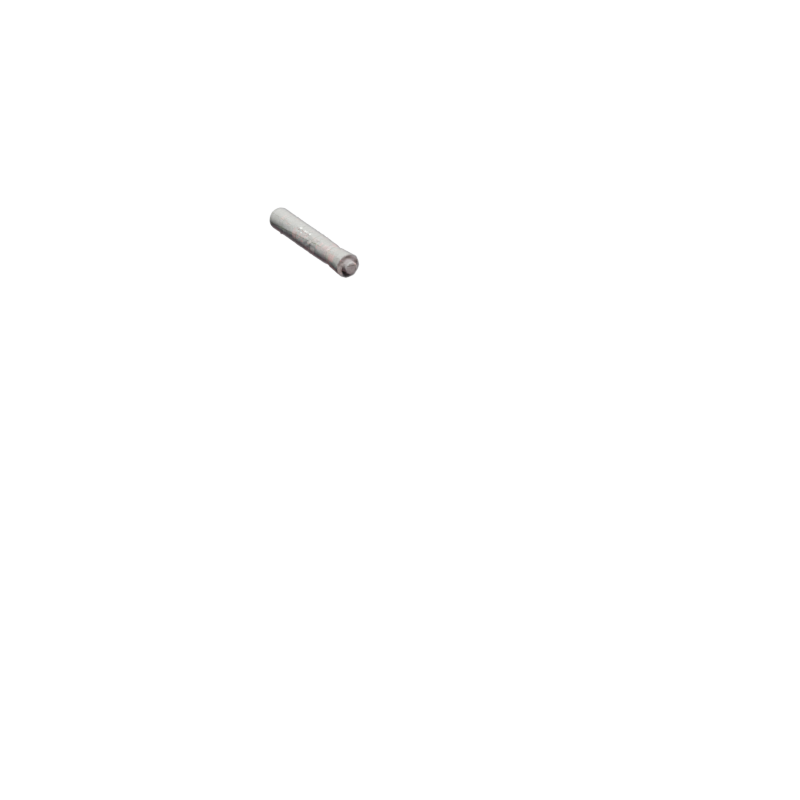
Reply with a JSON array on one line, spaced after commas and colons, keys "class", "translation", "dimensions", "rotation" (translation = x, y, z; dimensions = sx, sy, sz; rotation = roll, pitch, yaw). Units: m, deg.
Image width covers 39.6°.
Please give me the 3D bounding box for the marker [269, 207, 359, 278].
[{"class": "marker", "translation": [-0.067, -0.123, 0.859], "dimensions": [0.019, 0.019, 0.130], "rotation": [-2, 26, -31]}]
